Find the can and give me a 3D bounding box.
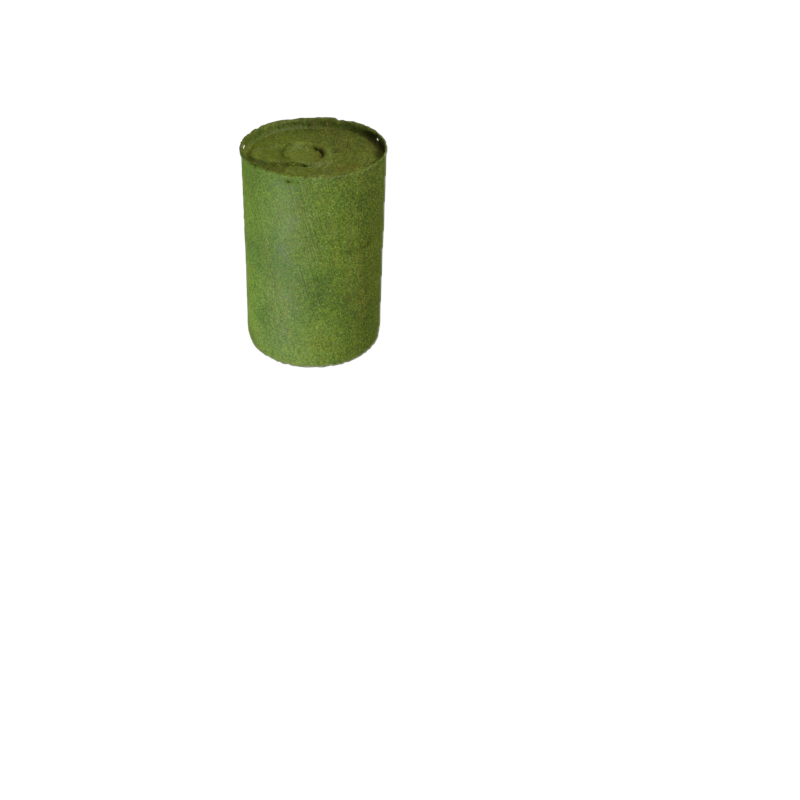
[{"bbox_3d":[-0.042,-0.076,0.531,0.068,0.096,0.073,0,32,-3],"label":"can"}]
